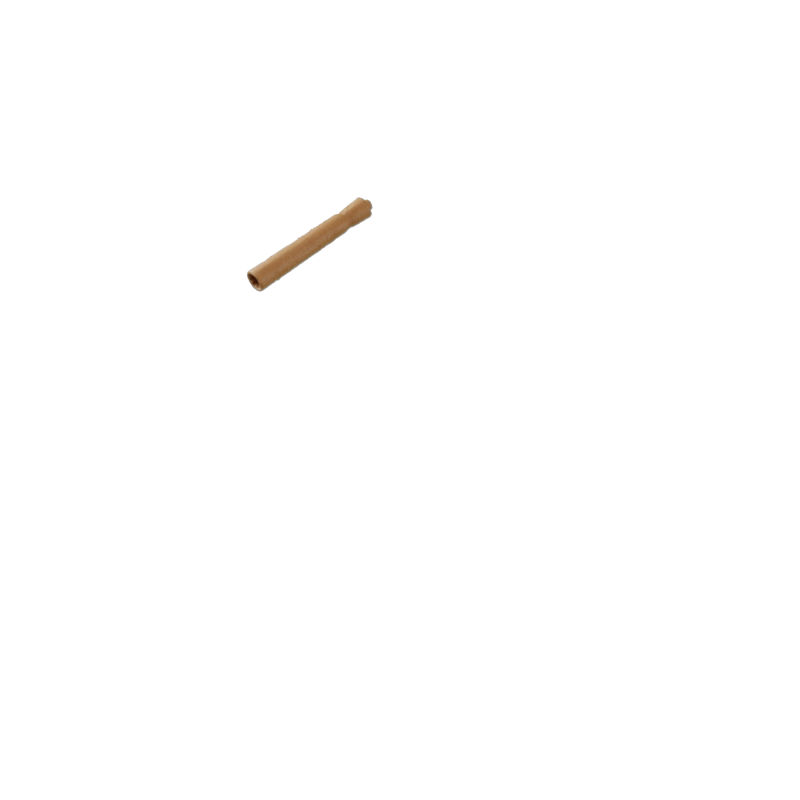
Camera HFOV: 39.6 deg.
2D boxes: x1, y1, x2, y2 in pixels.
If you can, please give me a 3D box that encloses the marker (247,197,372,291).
[{"bbox_3d":[-0.068,-0.124,0.872,0.122,0.019,0.020,-38,22,-25],"label":"marker"}]
